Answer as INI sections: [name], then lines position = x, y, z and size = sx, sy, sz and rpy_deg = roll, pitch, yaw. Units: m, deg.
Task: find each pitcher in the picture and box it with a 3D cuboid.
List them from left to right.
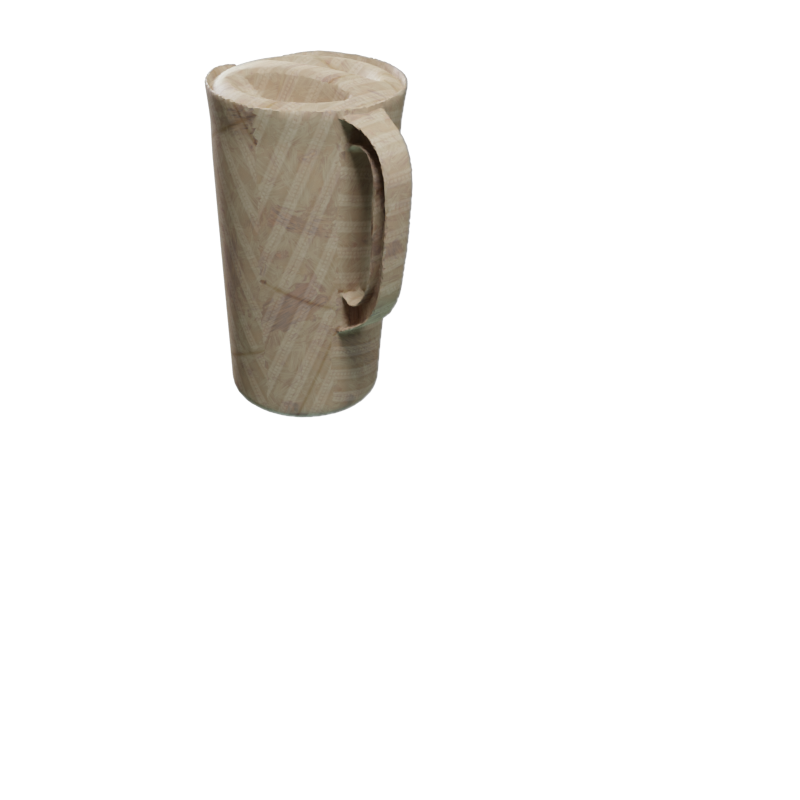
[pitcher]
position = -0.060, -0.109, 0.767
size = 0.147, 0.229, 0.156
rpy_deg = 5, 29, 7
